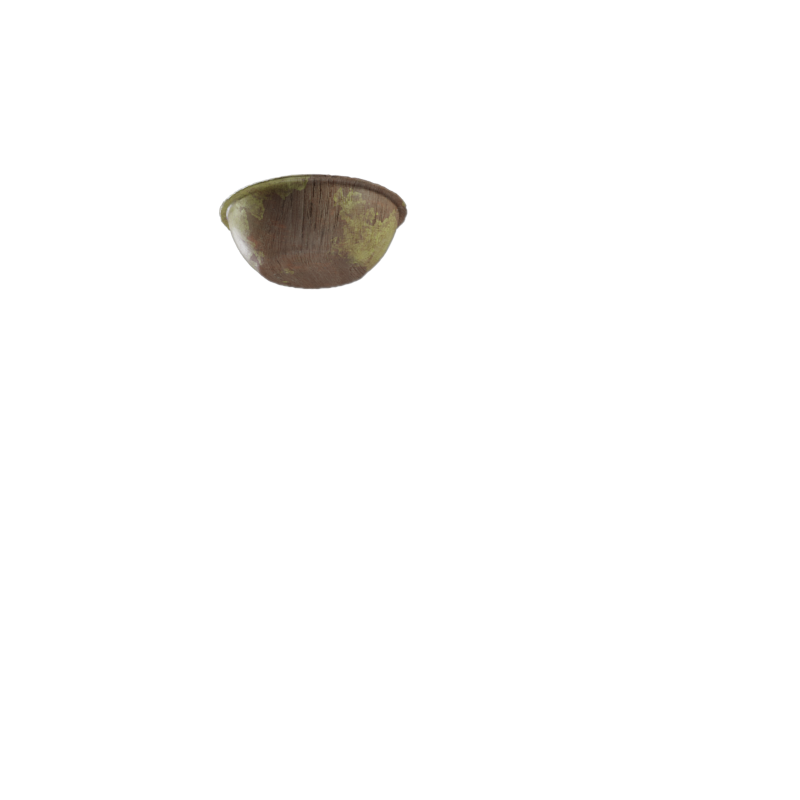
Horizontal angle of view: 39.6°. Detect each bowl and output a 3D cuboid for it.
[{"bbox_3d":[-0.074,-0.135,0.944,0.162,0.057,0.156,0,-15,-2],"label":"bowl"}]
